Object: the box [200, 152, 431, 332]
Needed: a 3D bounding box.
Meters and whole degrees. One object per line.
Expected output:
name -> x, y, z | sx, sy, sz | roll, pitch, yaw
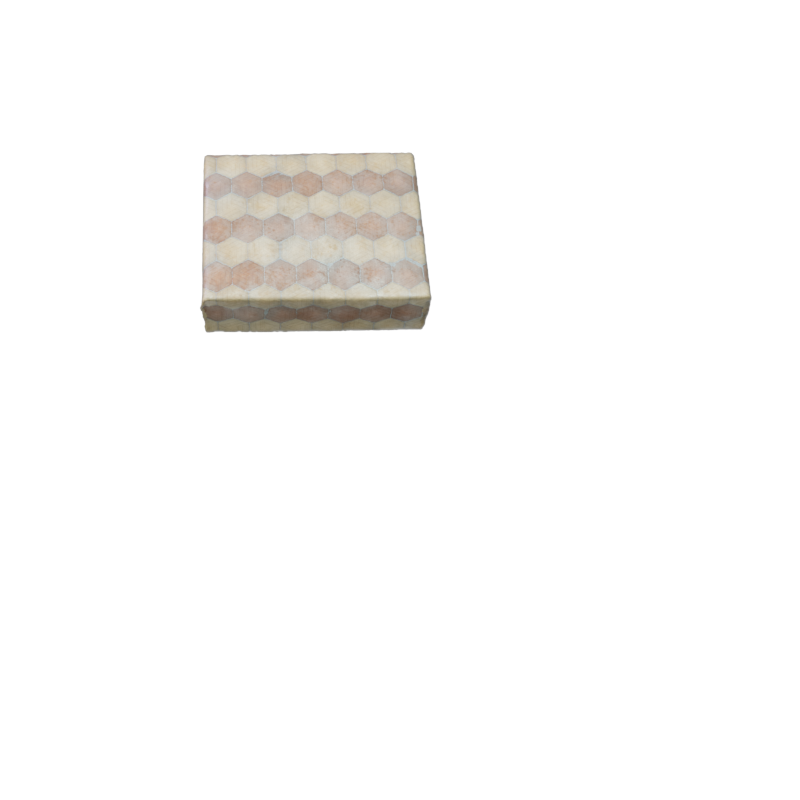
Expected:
box -> -0.044, -0.081, 0.565 | 0.113, 0.096, 0.036 | -3, -33, -2
